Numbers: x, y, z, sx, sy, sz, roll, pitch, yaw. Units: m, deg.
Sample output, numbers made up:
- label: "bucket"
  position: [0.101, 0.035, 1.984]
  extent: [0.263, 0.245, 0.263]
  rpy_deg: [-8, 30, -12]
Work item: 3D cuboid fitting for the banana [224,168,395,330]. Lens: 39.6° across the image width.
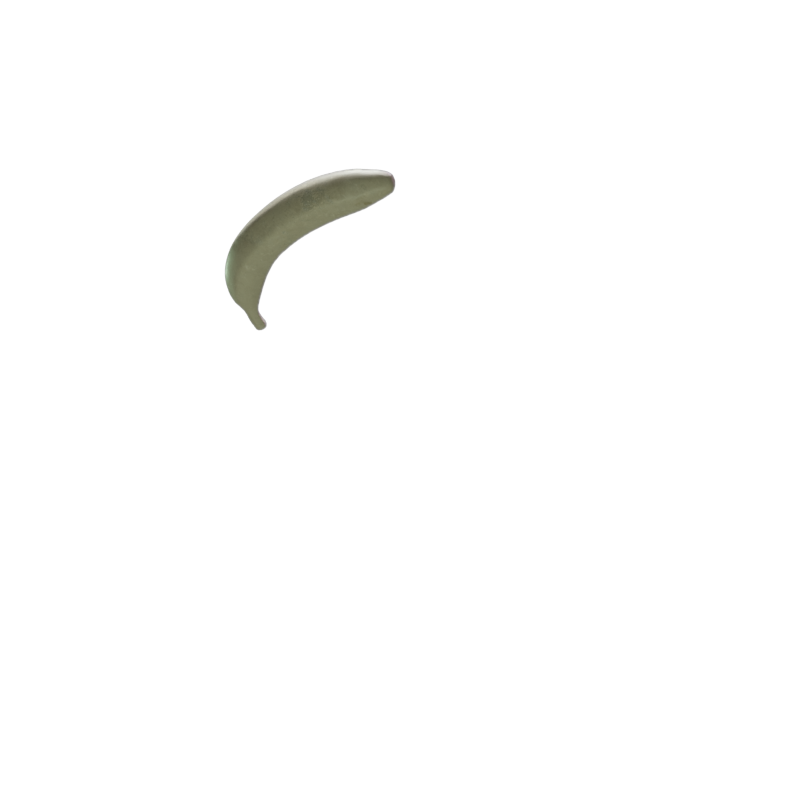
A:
- label: "banana"
  position: [-0.087, -0.132, 0.888]
  extent: [0.066, 0.039, 0.194]
  rpy_deg: [26, -47, -28]
